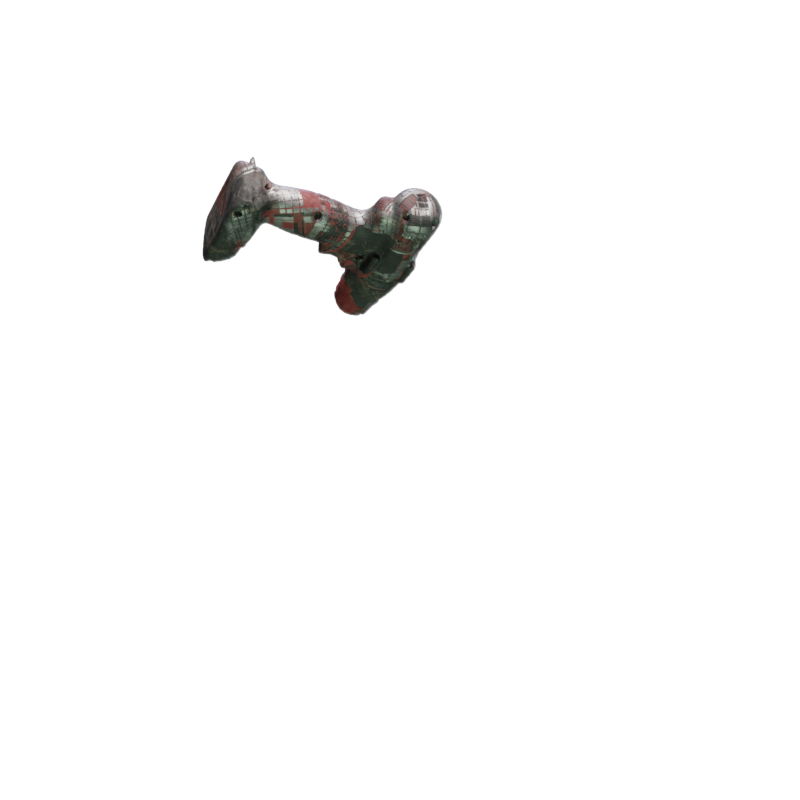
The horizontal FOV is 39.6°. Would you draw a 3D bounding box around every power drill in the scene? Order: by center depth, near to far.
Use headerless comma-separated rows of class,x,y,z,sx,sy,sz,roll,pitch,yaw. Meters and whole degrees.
power drill,-0.078,-0.142,0.996,0.182,0.061,0.178,11,-31,-19
